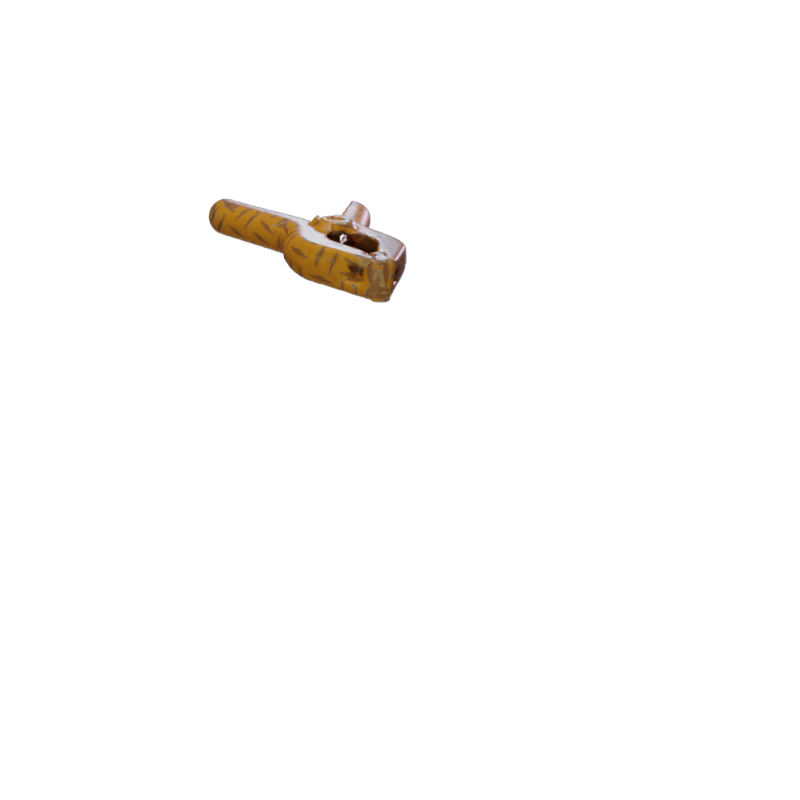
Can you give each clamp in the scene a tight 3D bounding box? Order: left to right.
[{"bbox_3d":[-0.057,-0.104,0.729,0.118,0.038,0.181,-6,21,-16],"label":"clamp"}]
